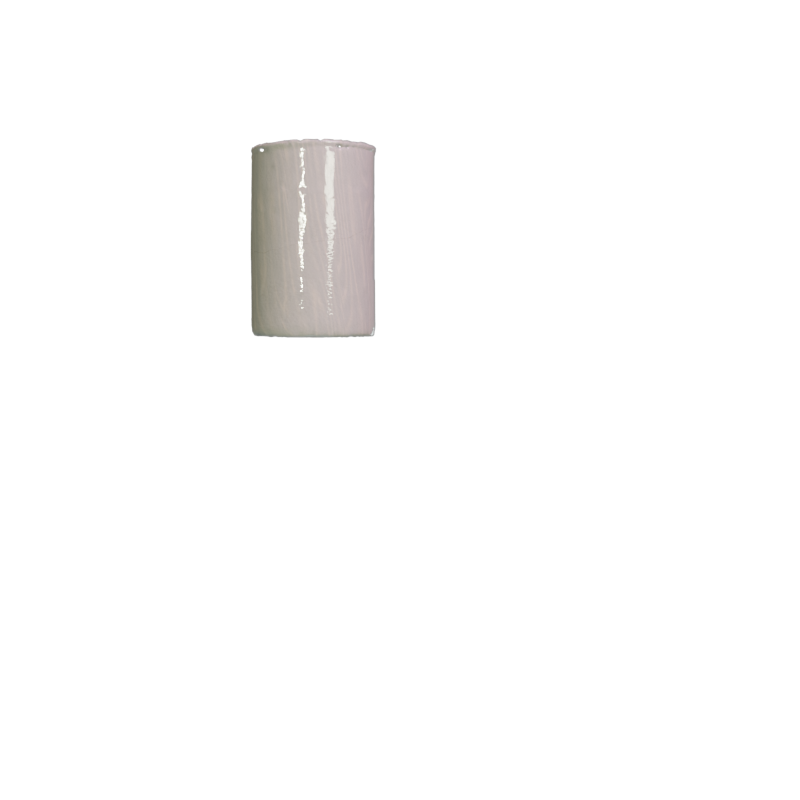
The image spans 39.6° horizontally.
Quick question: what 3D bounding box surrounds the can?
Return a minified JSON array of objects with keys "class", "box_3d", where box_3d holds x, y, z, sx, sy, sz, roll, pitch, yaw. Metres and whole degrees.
[{"class":"can","box_3d":[-0.047,-0.085,0.599,0.068,0.103,0.068,0,-1,-2]}]
